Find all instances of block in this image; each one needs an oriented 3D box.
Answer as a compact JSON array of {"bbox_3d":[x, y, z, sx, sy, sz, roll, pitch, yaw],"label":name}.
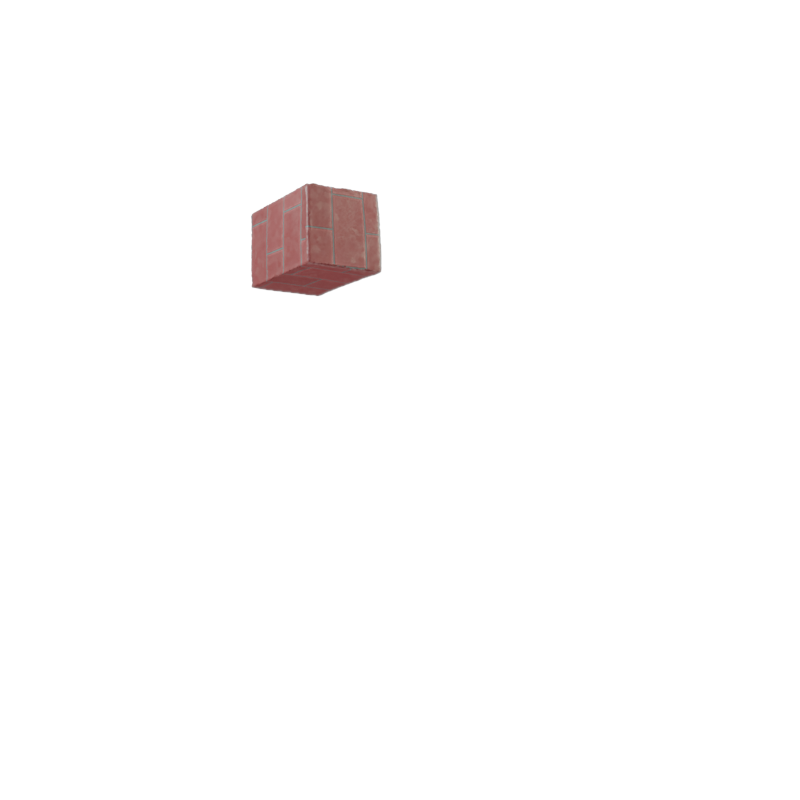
[{"bbox_3d":[-0.055,-0.100,0.697,0.050,0.053,0.079,7,-12,-33],"label":"block"}]
